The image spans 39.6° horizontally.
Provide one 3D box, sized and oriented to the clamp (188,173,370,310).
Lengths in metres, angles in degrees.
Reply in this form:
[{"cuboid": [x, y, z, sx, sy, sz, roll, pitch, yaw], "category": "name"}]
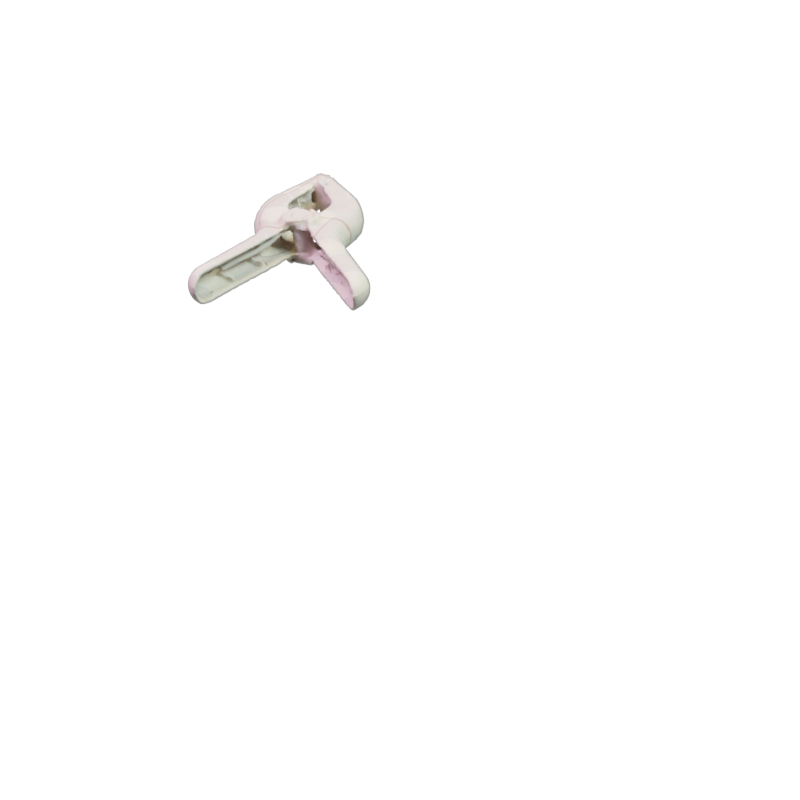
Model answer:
[{"cuboid": [-0.061, -0.111, 0.774, 0.123, 0.037, 0.178, 11, 38, 14], "category": "clamp"}]
